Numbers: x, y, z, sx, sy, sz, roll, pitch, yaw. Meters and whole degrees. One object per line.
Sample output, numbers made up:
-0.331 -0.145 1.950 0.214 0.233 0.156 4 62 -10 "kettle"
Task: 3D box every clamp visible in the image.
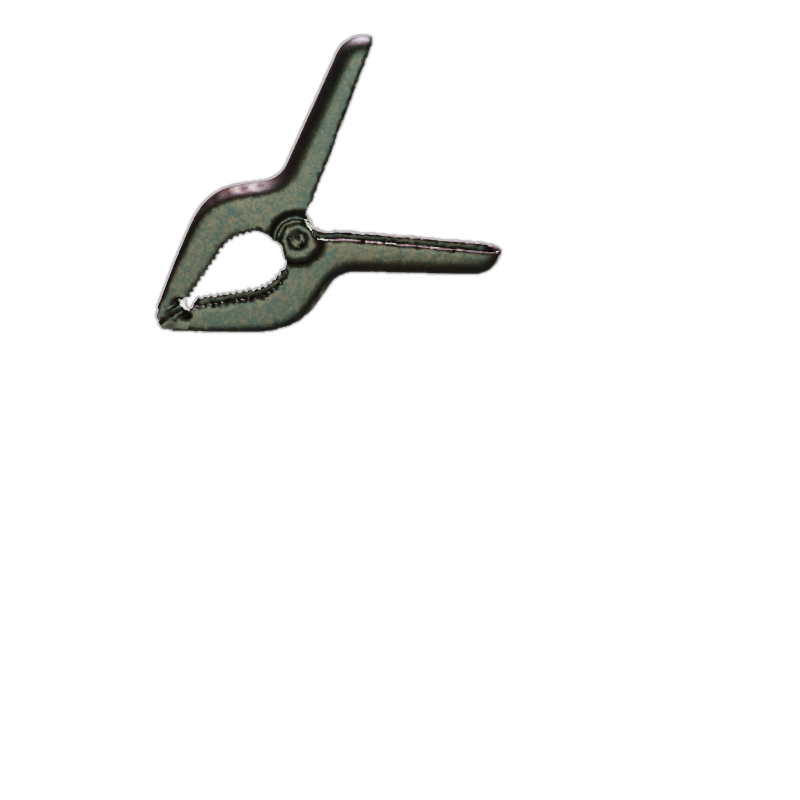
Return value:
-0.053 -0.097 0.682 0.209 0.161 0.037 -38 9 7 "clamp"
